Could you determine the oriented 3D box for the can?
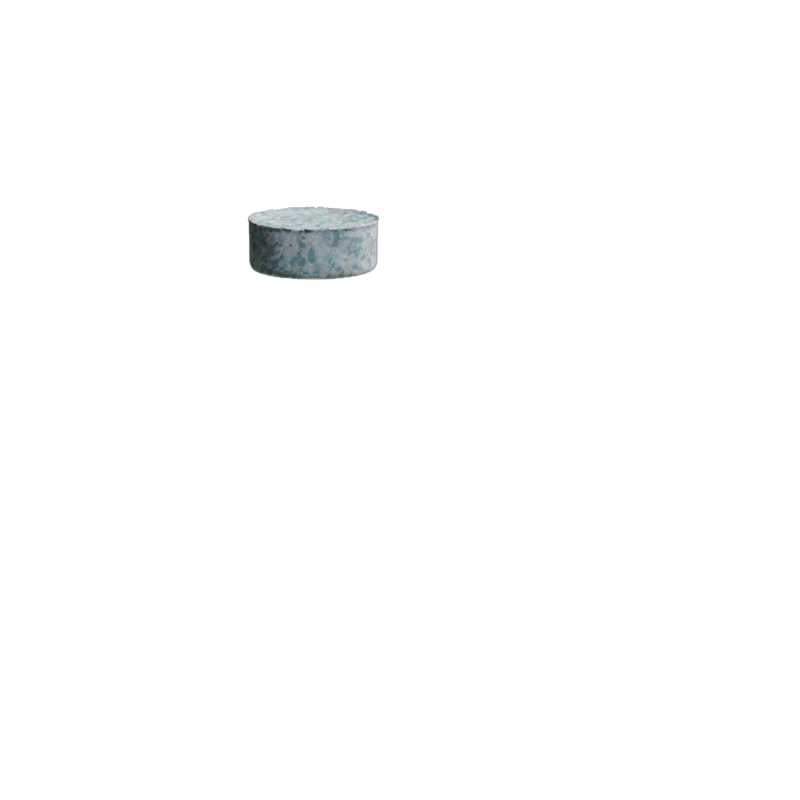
[{"bbox_3d":[-0.057,-0.104,0.725,0.086,0.032,0.089,-1,17,-2],"label":"can"}]
